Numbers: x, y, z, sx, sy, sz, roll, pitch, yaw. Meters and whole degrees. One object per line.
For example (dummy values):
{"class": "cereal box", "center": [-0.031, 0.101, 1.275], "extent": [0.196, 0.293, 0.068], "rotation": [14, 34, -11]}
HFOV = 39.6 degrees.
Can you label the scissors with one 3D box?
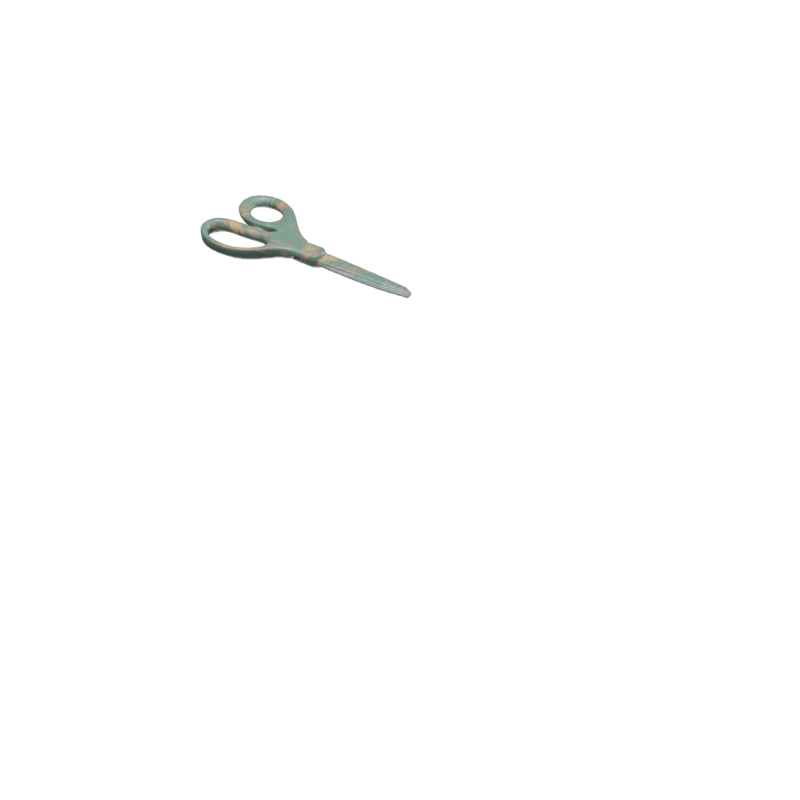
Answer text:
{"class": "scissors", "center": [-0.077, -0.141, 0.984], "extent": [0.207, 0.015, 0.101], "rotation": [12, 43, 13]}
